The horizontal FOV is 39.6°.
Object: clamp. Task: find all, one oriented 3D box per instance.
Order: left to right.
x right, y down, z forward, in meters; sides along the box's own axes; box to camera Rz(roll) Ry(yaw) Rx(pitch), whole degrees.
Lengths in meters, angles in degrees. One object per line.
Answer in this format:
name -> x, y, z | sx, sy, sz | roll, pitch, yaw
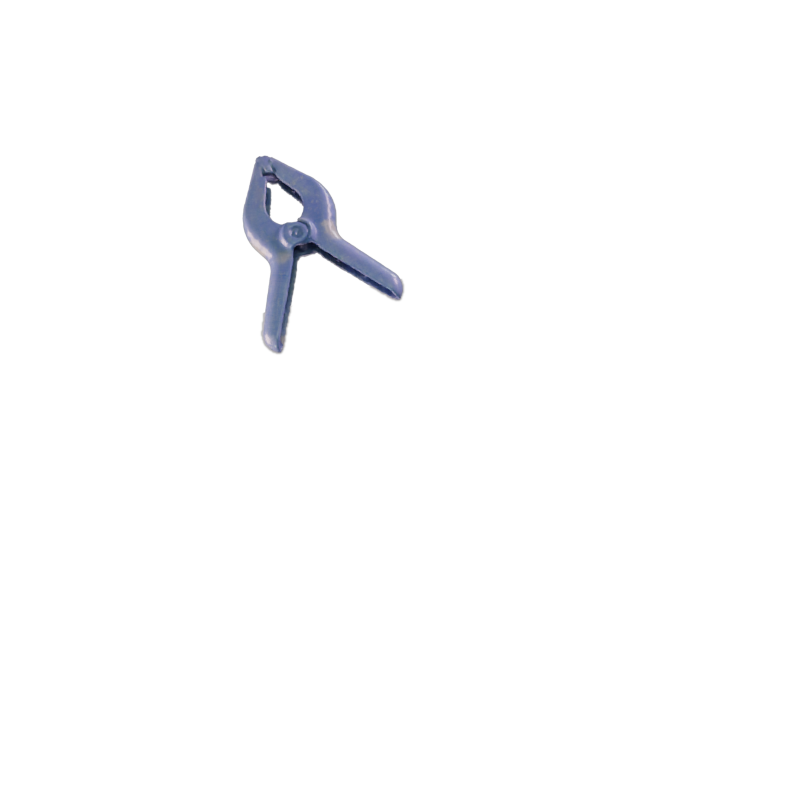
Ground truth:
clamp -> -0.072, -0.132, 0.924 | 0.119, 0.181, 0.037 | -14, -20, -6
